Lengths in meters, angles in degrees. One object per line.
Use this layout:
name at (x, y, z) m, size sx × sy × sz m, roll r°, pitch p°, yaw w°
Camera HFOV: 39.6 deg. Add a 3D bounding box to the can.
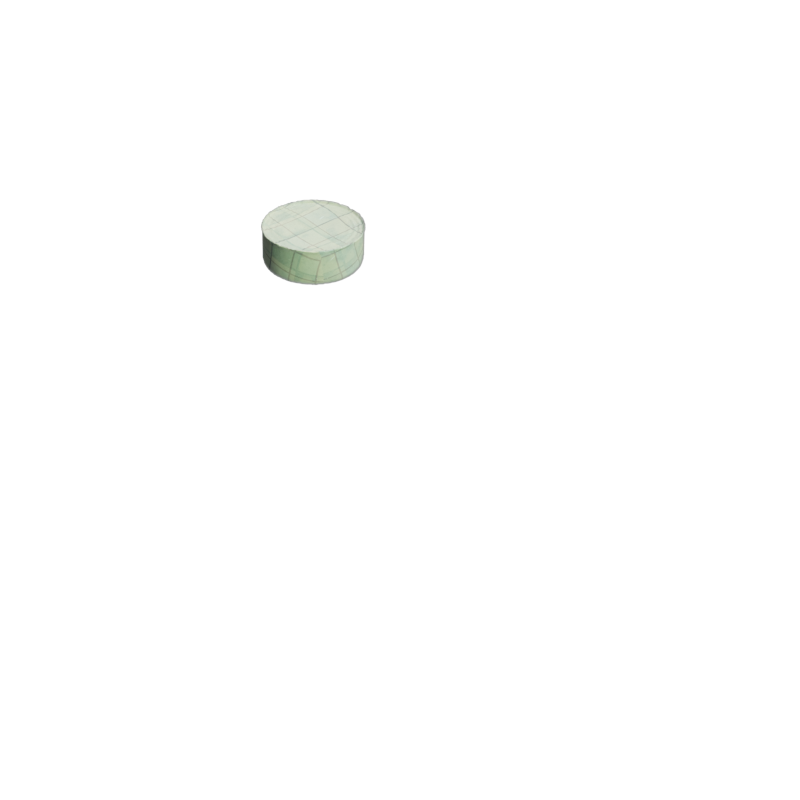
can at (-0.072, -0.131, 0.917) m, size 0.086 × 0.031 × 0.092 m, roll -1°, pitch 36°, yaw -2°
